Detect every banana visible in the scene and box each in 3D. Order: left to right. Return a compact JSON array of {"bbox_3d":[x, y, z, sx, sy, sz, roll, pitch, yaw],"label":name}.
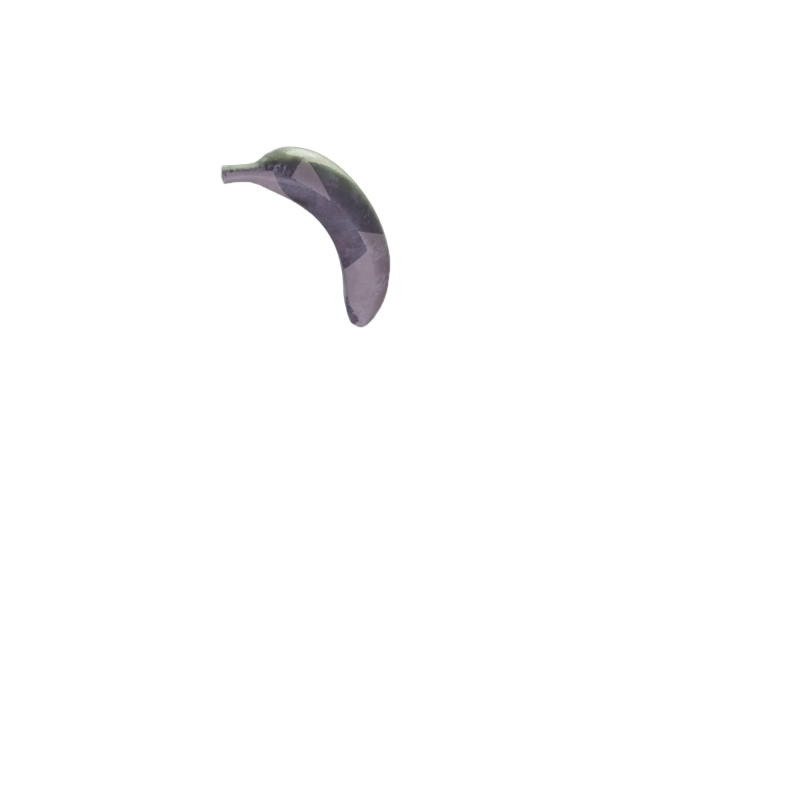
[{"bbox_3d":[-0.048,-0.121,0.791,0.070,0.039,0.183,-19,-42,22],"label":"banana"}]
